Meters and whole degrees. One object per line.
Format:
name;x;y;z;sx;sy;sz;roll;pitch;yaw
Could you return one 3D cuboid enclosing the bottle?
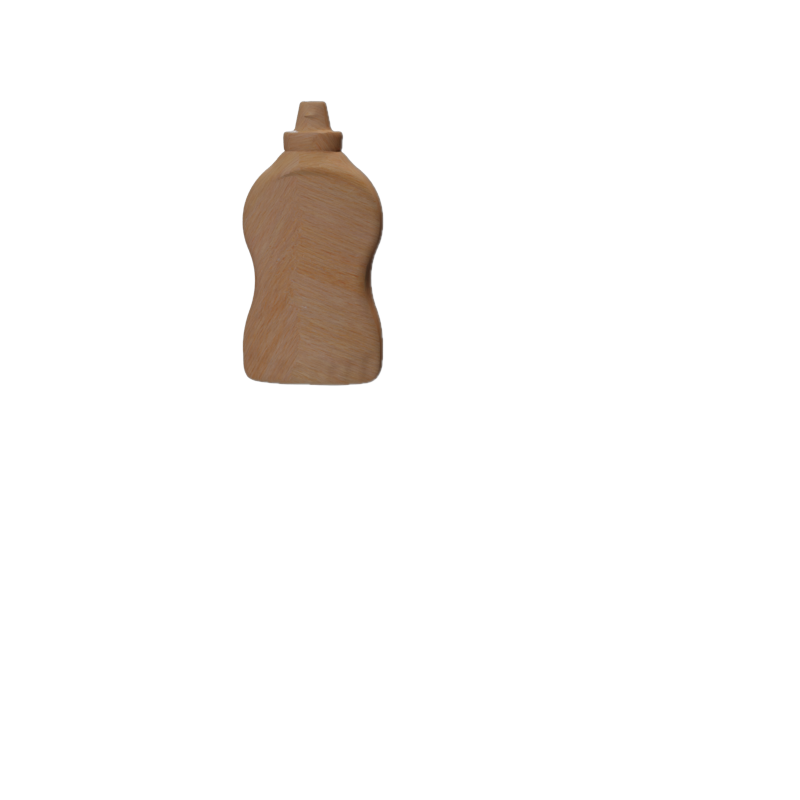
bottle;-0.060;-0.109;0.763;0.097;0.189;0.058;1;5;7
